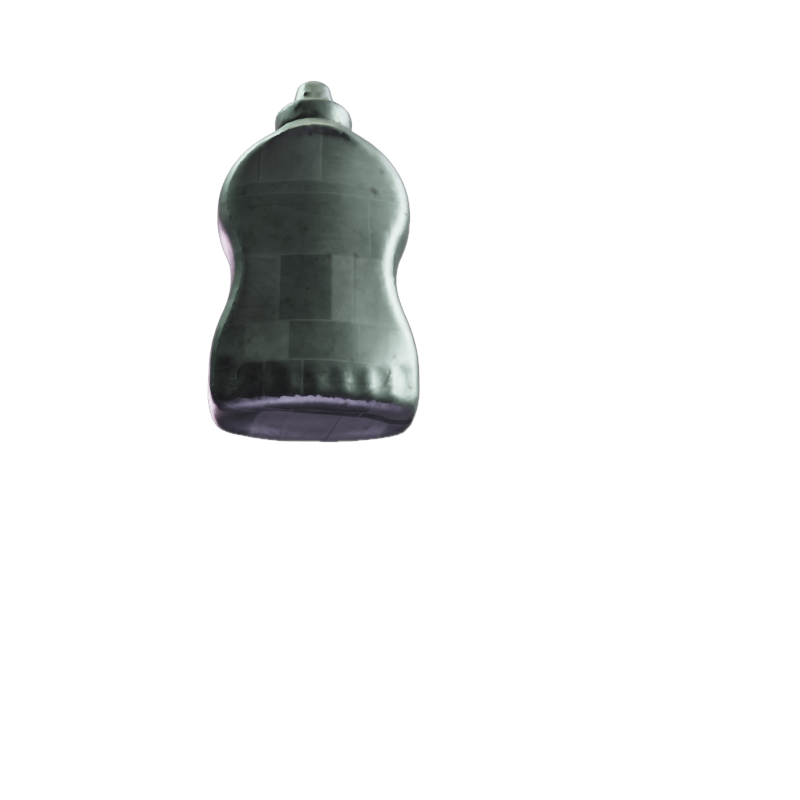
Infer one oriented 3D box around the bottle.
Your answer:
[{"bbox_3d":[-0.043,-0.078,0.549,0.096,0.204,0.055,-1,-28,-2],"label":"bottle"}]
